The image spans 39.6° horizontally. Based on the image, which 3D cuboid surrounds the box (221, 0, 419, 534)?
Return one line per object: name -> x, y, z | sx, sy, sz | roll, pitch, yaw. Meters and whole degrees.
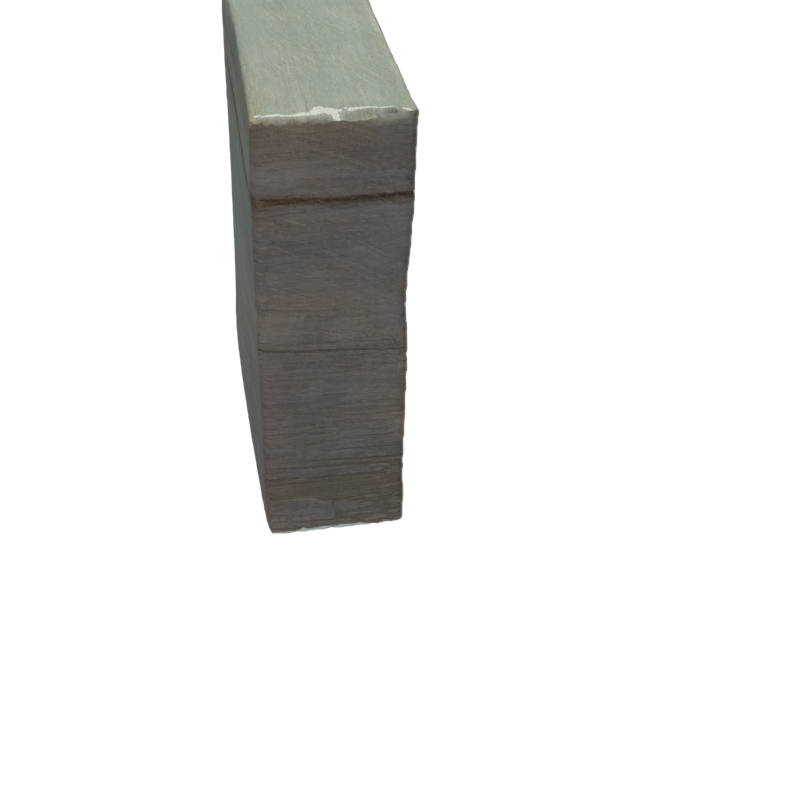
box -> -0.040, -0.074, 0.517 | 0.071, 0.200, 0.177 | -4, 37, -10
